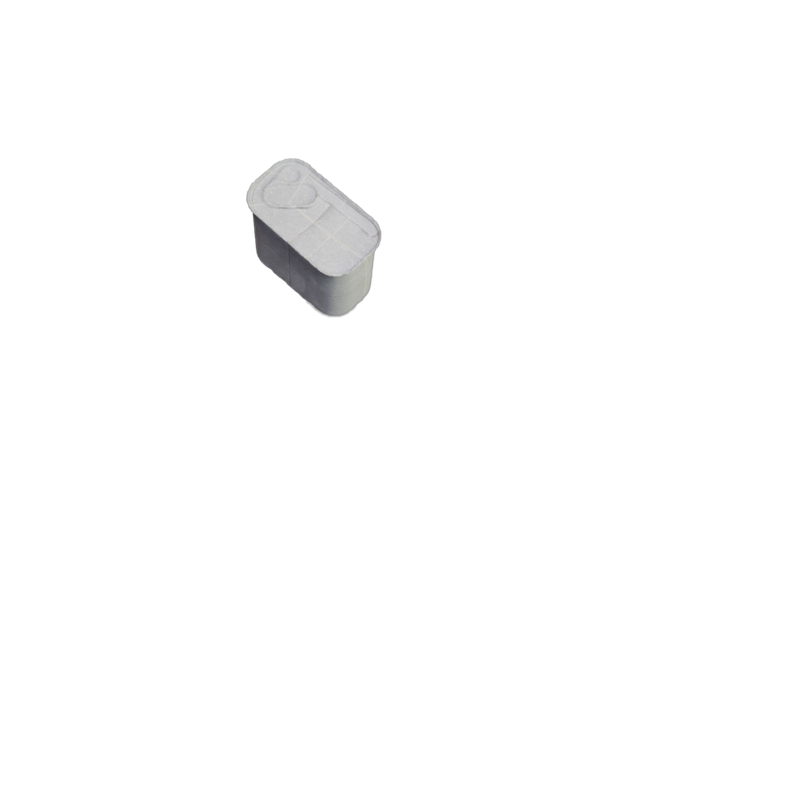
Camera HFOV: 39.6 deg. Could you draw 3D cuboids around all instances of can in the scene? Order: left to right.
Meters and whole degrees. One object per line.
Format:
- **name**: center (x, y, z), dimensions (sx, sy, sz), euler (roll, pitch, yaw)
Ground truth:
- **can**: center (-0.065, -0.118, 0.829), dimensions (0.106, 0.058, 0.079), euler (42, -18, 15)
